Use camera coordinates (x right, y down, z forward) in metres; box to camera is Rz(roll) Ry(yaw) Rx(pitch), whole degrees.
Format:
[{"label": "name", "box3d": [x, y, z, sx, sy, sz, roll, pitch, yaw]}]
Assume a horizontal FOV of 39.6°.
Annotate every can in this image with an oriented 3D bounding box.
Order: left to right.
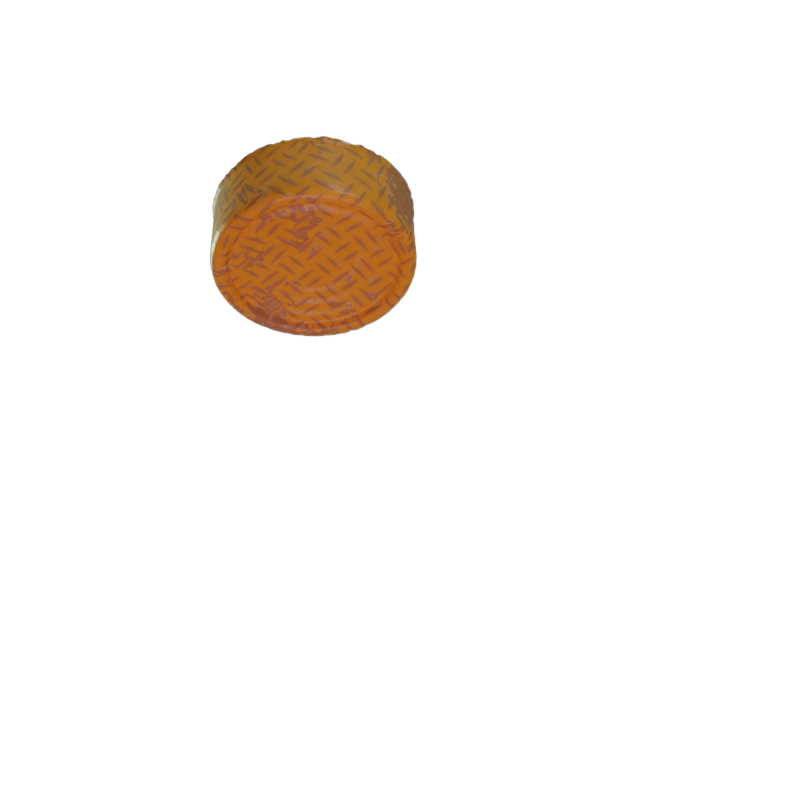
[{"label": "can", "box3d": [-0.036, -0.066, 0.460, 0.086, 0.036, 0.080, 1, -42, -1]}]
